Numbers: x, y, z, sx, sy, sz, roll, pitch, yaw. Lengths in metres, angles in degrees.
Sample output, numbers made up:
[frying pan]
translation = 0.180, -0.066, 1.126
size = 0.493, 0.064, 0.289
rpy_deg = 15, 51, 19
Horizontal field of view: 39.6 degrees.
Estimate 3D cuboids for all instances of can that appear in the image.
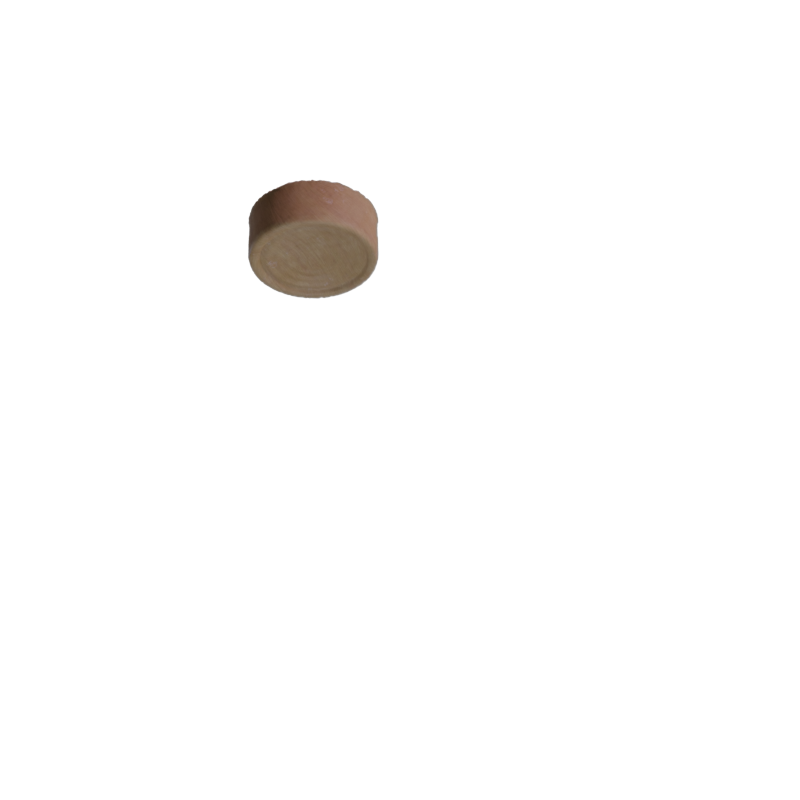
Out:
[can]
translation = -0.057, -0.103, 0.724
size = 0.086, 0.036, 0.080
rpy_deg = 1, -34, -2
